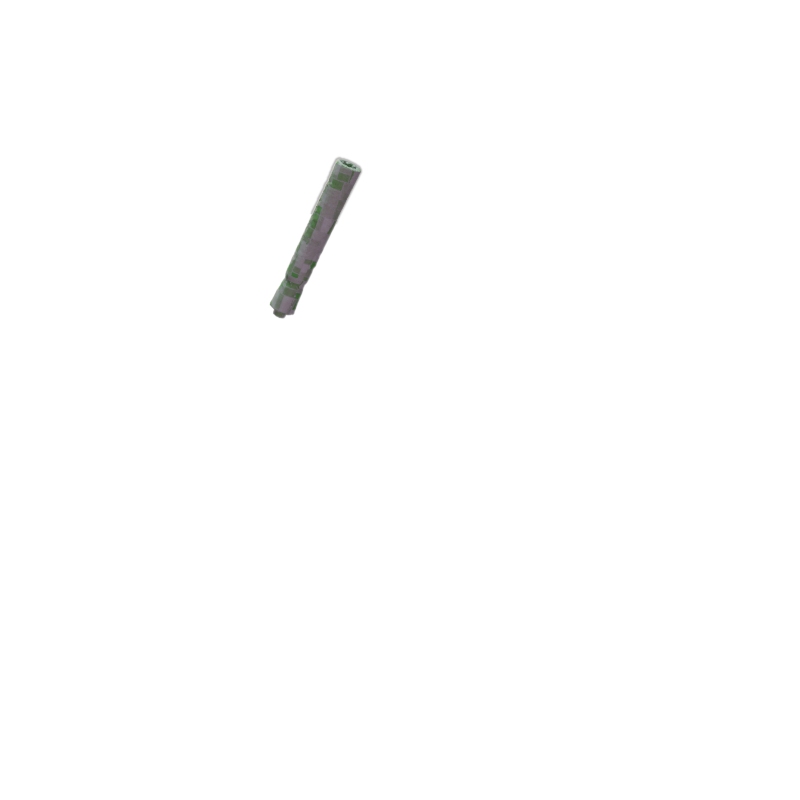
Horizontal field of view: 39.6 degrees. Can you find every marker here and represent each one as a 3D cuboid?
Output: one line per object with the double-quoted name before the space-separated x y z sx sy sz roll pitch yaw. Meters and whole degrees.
"marker" -0.060 -0.109 0.766 0.019 0.118 0.021 23 19 -12
